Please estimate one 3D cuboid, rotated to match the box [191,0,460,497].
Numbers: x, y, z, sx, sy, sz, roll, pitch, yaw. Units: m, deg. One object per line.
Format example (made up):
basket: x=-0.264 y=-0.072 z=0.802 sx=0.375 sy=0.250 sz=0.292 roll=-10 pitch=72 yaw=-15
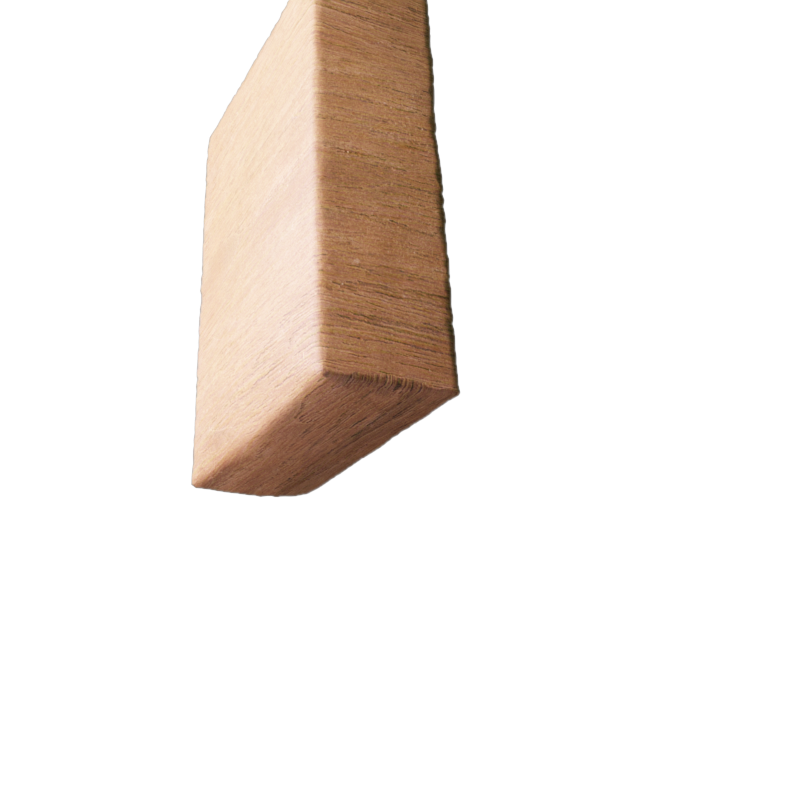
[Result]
box: x=-0.043 y=-0.078 z=0.545 sx=0.069 sy=0.227 sz=0.161 roll=11 pitch=-29 yaw=-24
